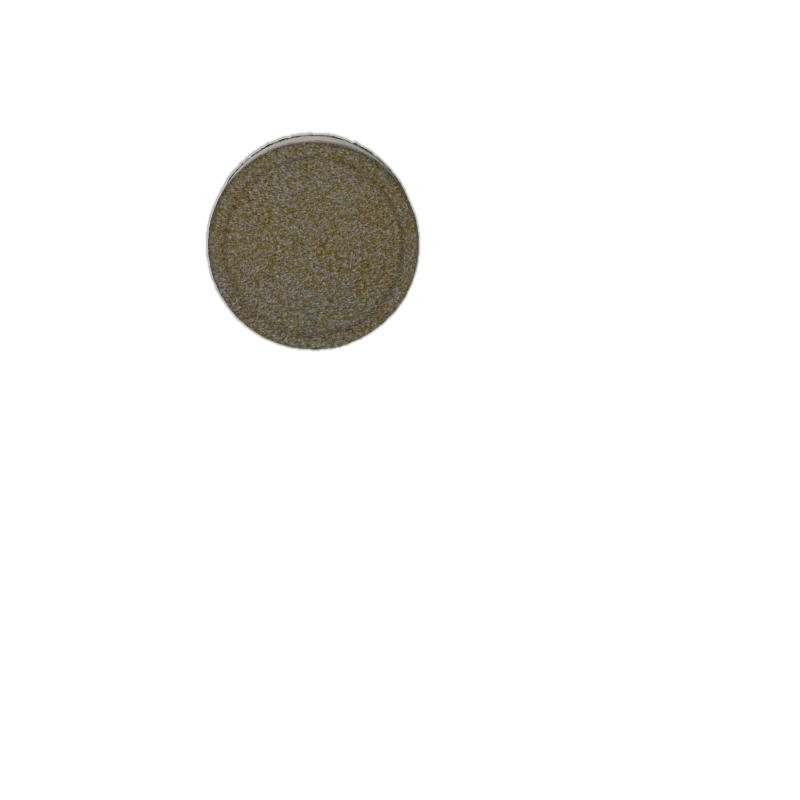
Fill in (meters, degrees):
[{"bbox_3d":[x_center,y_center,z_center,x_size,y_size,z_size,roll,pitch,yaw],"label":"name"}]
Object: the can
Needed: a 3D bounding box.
[{"bbox_3d":[-0.035,-0.064,0.451,0.086,0.084,0.034,0,10,-1],"label":"can"}]
